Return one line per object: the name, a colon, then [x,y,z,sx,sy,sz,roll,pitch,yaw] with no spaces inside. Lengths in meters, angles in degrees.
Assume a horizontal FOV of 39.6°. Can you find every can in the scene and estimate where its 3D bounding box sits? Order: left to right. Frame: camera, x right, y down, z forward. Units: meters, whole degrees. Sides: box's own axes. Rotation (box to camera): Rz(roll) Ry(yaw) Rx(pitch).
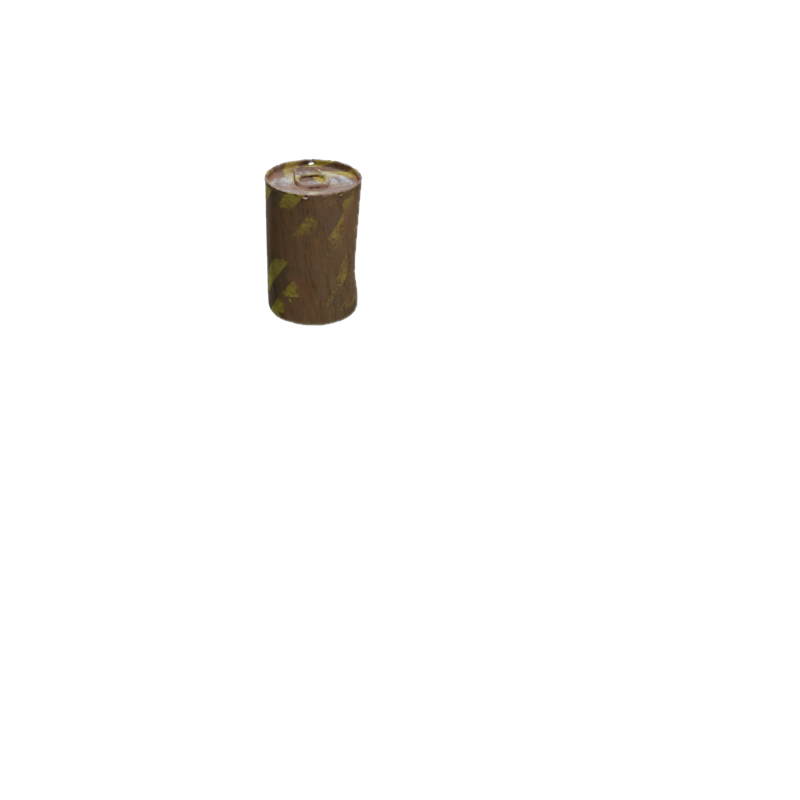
can: [-0.062,-0.113,0.793,0.068,0.096,0.073,0,29,-2]
